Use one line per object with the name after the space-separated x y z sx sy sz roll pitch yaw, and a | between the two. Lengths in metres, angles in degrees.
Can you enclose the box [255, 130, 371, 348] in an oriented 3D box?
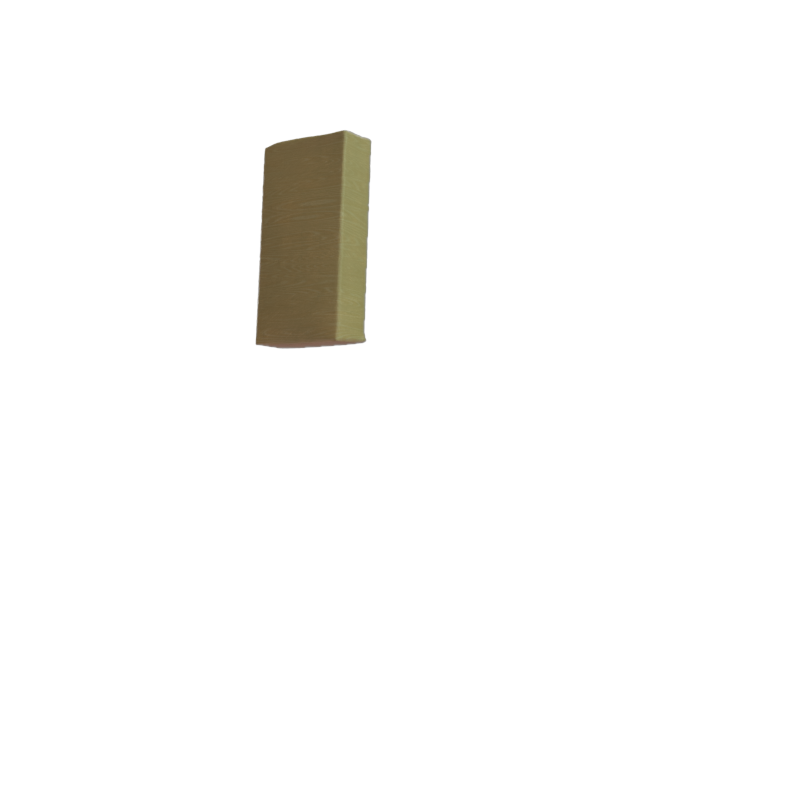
-0.074 -0.134 0.938 0.096 0.180 0.046 -6 -10 37 | box
